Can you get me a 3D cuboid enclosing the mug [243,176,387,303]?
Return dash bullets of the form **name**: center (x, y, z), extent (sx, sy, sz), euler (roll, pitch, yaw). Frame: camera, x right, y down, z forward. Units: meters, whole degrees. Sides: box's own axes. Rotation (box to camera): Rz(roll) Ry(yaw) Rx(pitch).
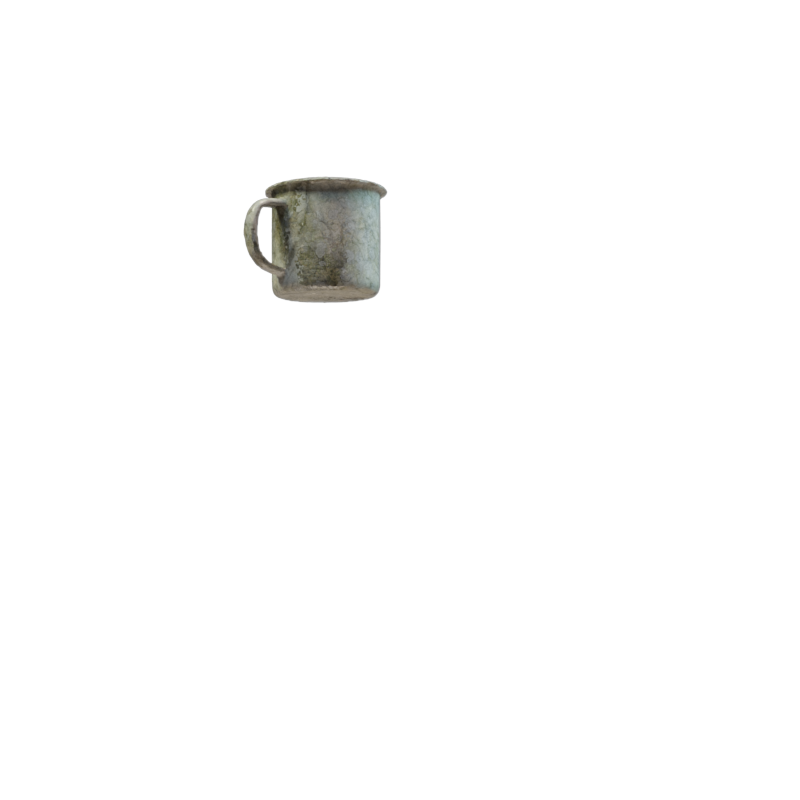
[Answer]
- **mug**: center (-0.065, -0.119, 0.831), extent (0.112, 0.083, 0.096), euler (4, -8, -39)
